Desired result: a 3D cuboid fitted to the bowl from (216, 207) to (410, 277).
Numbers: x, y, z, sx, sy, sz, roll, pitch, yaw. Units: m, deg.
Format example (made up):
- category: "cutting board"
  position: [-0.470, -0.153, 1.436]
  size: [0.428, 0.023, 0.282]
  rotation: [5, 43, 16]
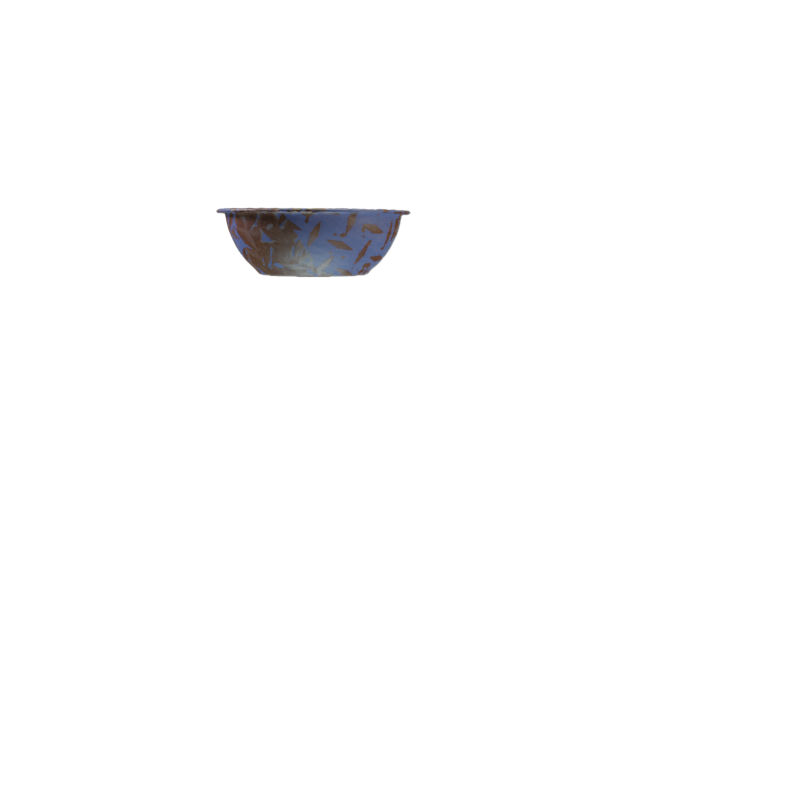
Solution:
- category: "bowl"
  position: [-0.072, -0.132, 0.925]
  size: [0.162, 0.054, 0.164]
  rotation: [0, 8, -2]
